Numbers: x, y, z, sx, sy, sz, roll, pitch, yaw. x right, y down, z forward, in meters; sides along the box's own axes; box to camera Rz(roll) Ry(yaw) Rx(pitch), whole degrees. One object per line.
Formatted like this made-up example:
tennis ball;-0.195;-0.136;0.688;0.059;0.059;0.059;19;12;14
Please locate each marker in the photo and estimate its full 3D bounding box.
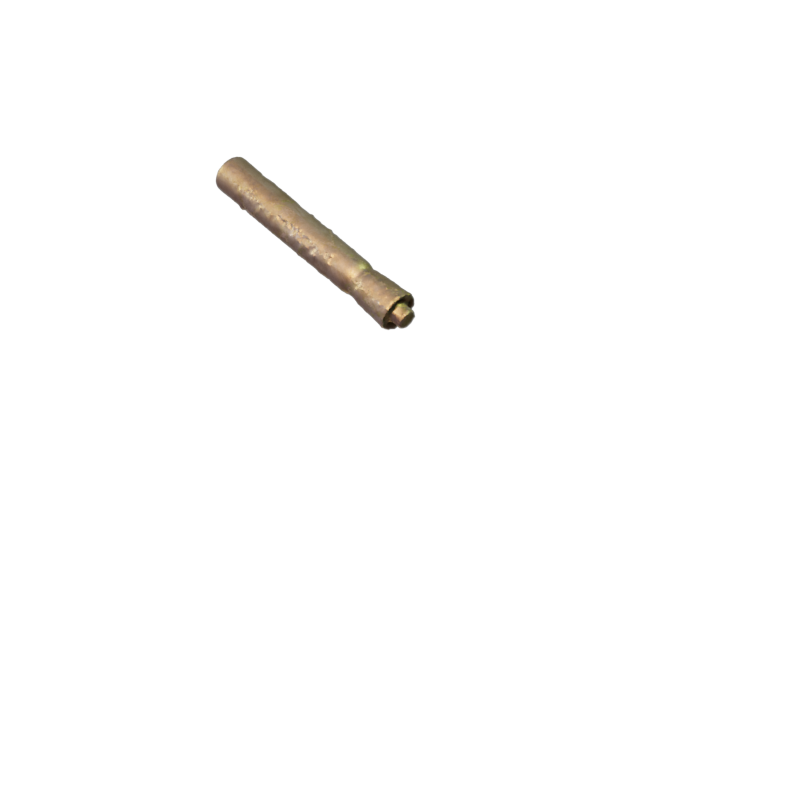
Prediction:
marker;-0.039;-0.070;0.494;0.129;0.019;0.019;42;26;30
